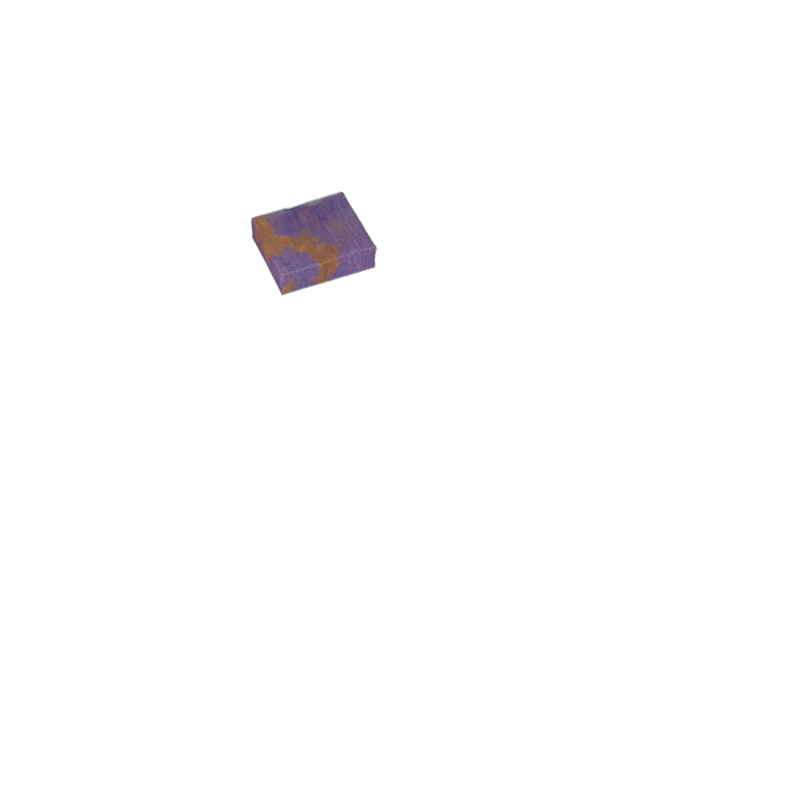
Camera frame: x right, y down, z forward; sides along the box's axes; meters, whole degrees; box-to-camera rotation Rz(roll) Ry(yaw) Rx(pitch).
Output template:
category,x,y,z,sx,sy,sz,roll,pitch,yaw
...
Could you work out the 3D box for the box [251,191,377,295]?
category,x,y,z,sx,sy,sz,roll,pitch,yaw
box,-0.074,-0.136,0.951,0.088,0.079,0.028,-19,-37,-15
